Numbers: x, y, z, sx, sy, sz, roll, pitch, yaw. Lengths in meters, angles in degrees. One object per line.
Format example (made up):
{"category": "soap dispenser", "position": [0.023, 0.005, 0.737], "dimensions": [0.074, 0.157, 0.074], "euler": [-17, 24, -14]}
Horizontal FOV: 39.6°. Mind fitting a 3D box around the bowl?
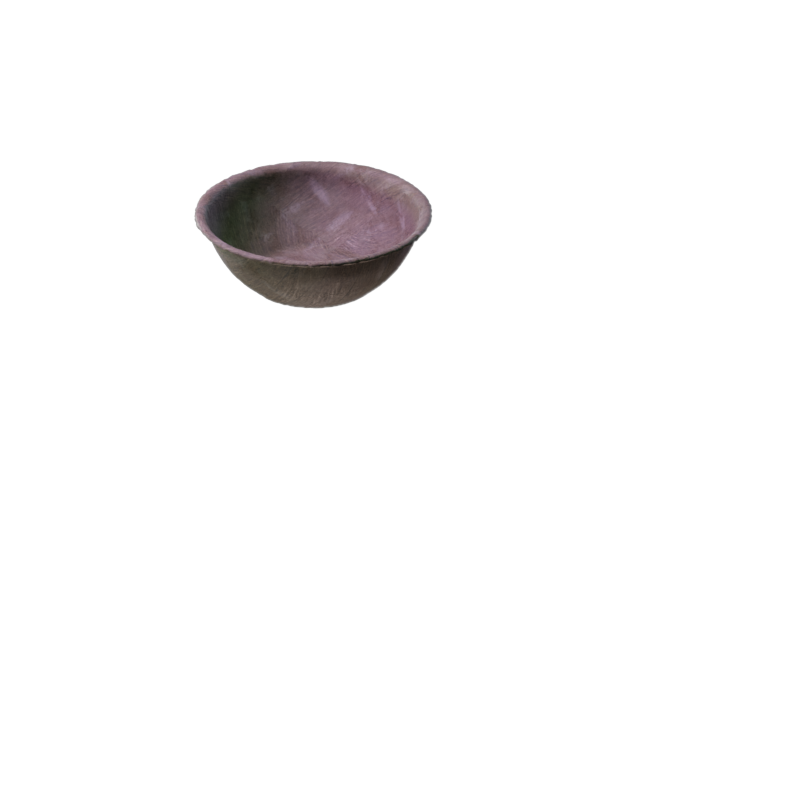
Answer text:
{"category": "bowl", "position": [-0.060, -0.110, 0.767], "dimensions": [0.162, 0.052, 0.173], "euler": [-1, 33, -2]}
